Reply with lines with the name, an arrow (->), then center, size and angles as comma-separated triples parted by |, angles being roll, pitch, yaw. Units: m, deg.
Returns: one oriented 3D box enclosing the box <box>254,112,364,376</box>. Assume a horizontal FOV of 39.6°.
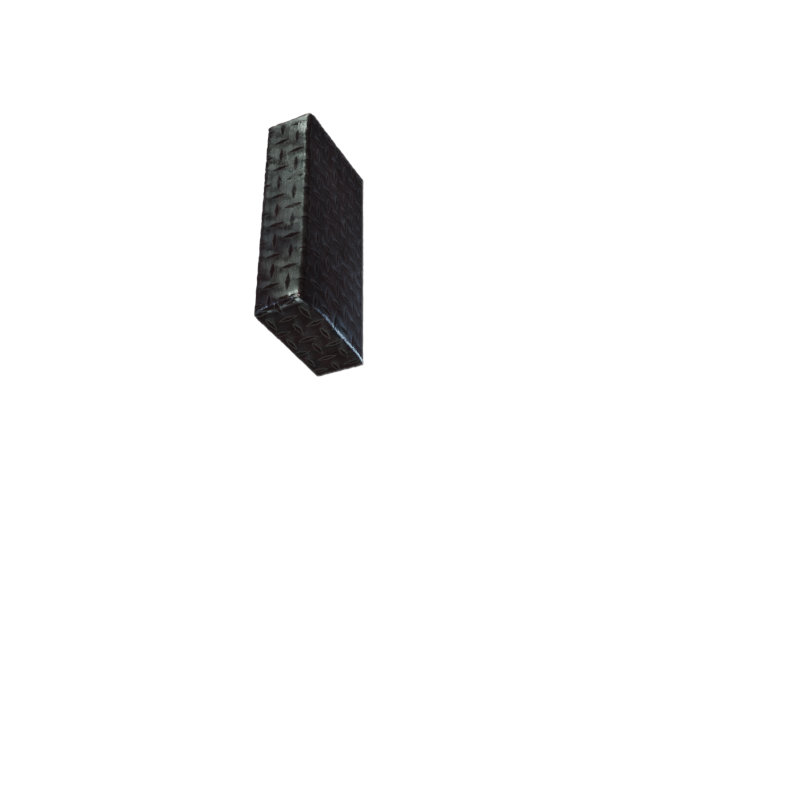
box -> -0.065, -0.117, 0.823 | 0.048, 0.189, 0.086 | -19, -39, 20
